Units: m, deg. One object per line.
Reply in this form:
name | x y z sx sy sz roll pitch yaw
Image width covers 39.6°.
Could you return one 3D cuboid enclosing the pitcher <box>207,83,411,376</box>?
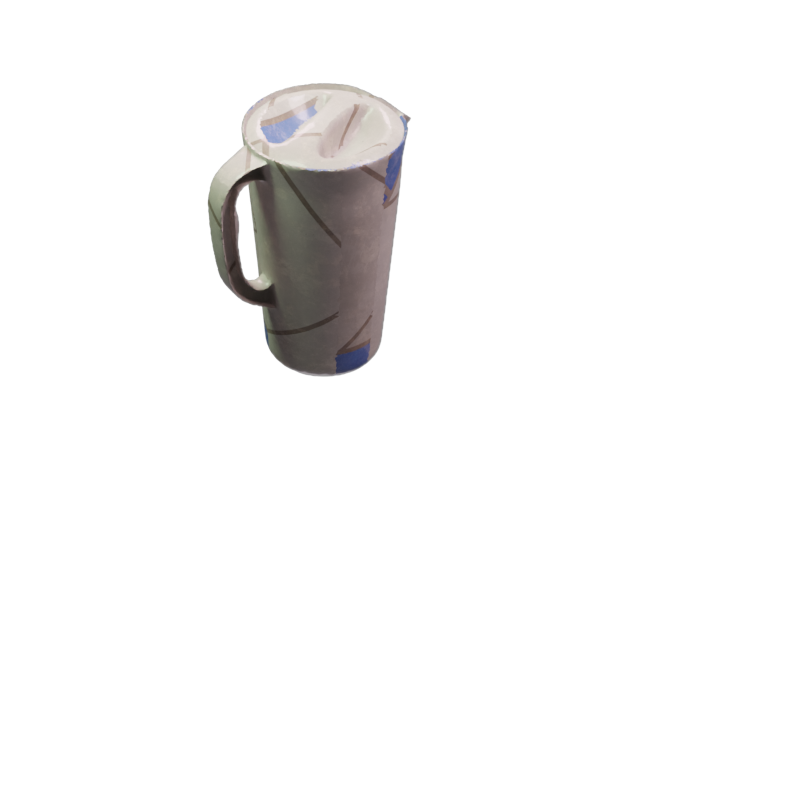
pitcher | -0.074 -0.136 0.951 0.151 0.227 0.154 6 41 4
